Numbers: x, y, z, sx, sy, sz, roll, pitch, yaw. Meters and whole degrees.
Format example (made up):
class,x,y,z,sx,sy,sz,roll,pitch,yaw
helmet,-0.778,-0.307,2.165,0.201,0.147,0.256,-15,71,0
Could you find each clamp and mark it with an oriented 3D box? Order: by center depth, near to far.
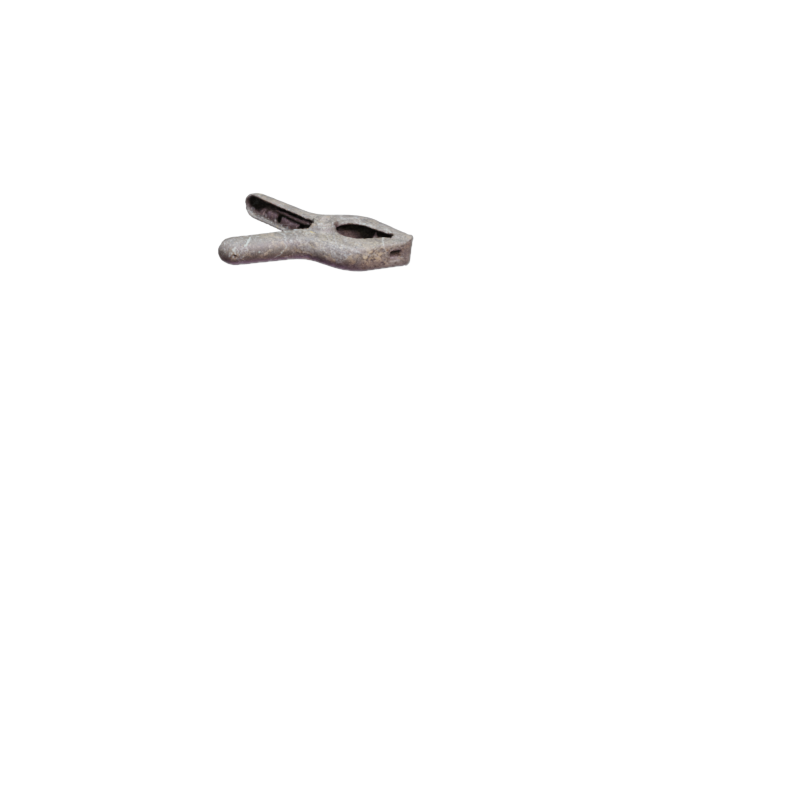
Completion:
class,x,y,z,sx,sy,sz,roll,pitch,yaw
clamp,-0.078,-0.142,0.998,0.176,0.037,0.125,11,38,14
